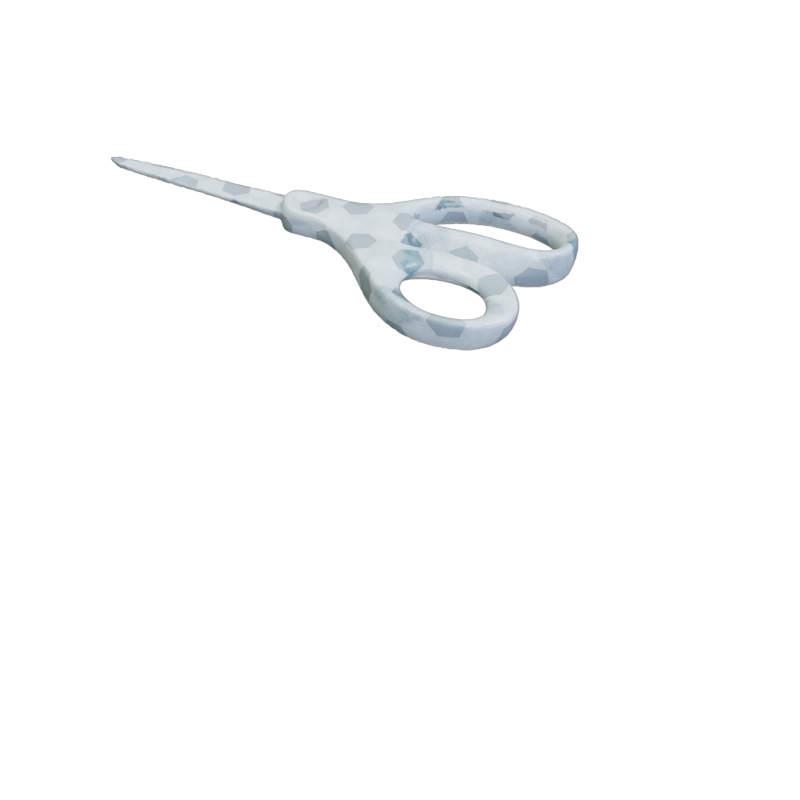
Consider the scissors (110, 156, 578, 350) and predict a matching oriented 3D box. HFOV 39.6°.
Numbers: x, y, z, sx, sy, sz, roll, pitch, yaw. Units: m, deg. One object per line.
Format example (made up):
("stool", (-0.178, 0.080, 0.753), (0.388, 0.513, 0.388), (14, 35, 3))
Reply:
("scissors", (-0.034, -0.062, 0.433), (0.205, 0.015, 0.101), (8, 39, 10))
